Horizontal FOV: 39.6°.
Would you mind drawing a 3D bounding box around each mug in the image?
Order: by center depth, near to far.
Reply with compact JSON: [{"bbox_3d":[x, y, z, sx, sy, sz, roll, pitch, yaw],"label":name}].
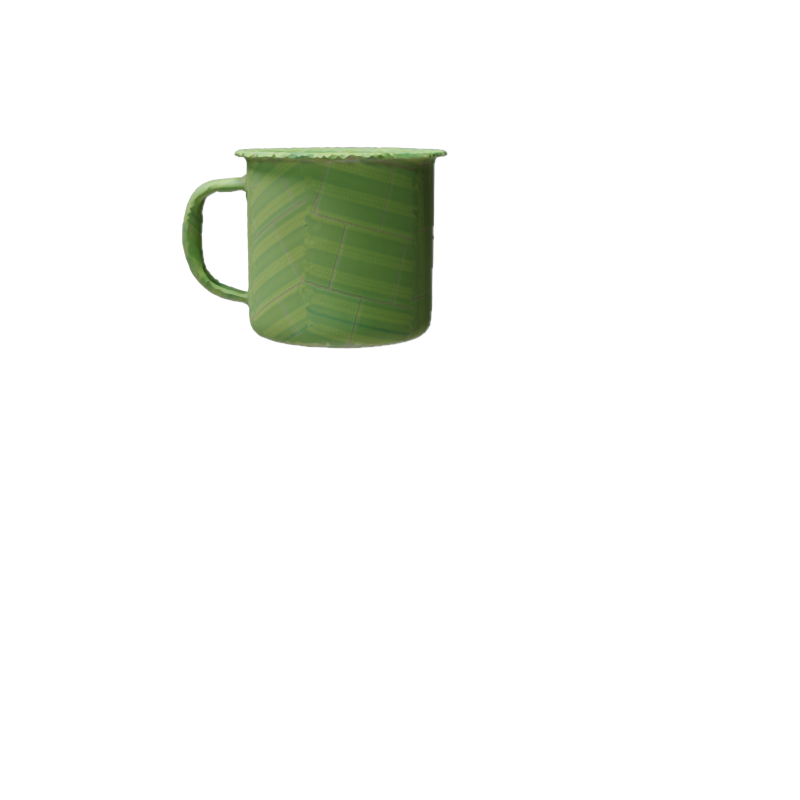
[{"bbox_3d":[-0.038,-0.070,0.490,0.117,0.080,0.095,0,11,0],"label":"mug"}]
